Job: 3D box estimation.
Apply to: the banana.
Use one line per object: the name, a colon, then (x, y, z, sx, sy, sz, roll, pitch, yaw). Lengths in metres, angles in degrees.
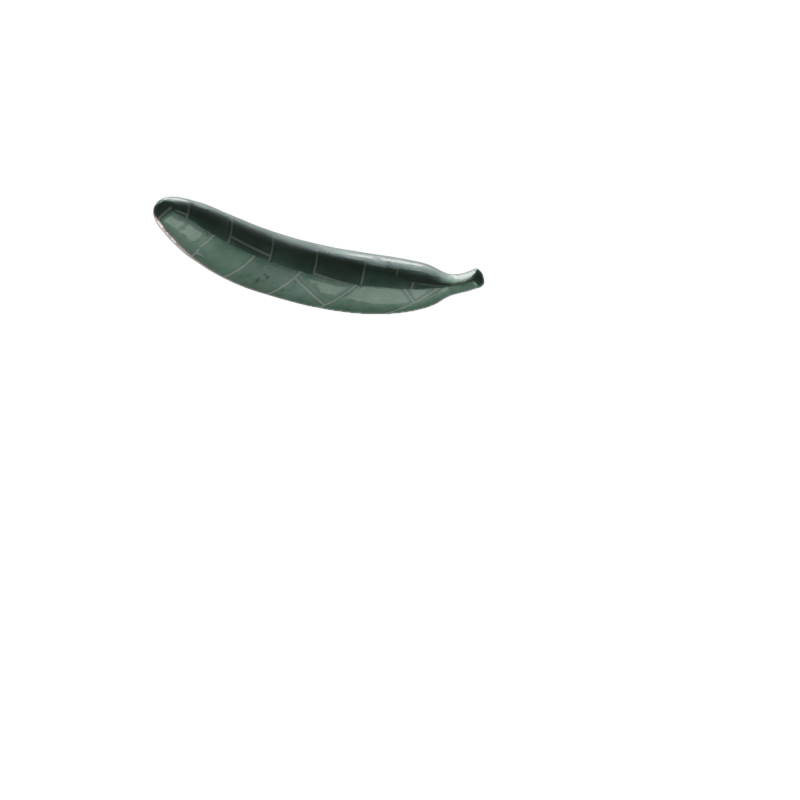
banana: (-0.054, -0.083, 0.657, 0.192, 0.039, 0.067, 9, -31, -16)
